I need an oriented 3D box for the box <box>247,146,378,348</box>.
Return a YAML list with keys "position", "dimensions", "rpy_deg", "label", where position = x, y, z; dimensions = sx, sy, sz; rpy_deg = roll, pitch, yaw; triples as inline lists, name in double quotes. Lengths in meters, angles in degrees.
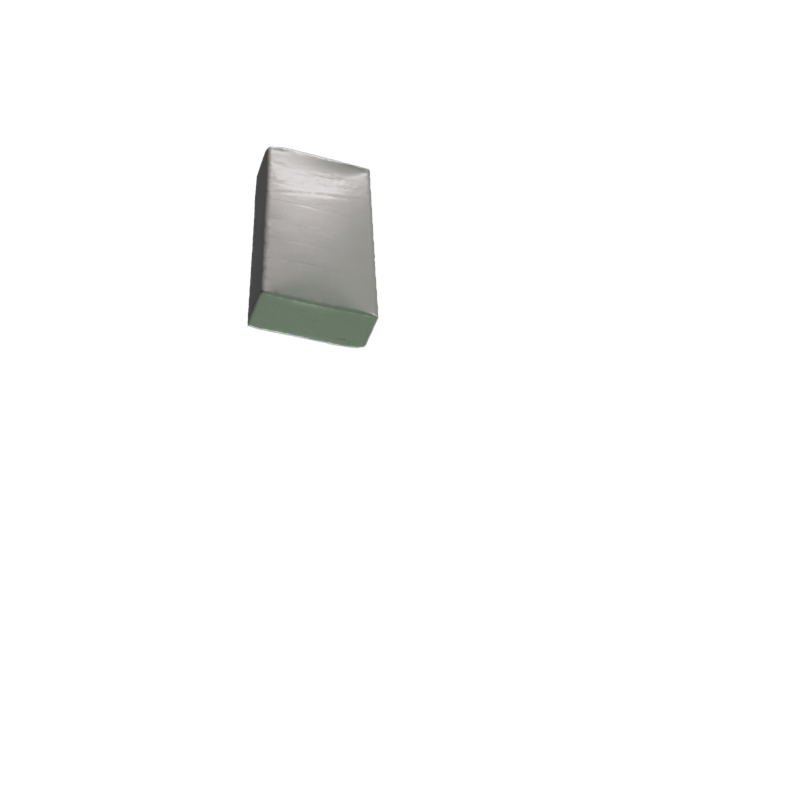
- position: [-0.069, -0.126, 0.878]
  dimensions: [0.091, 0.189, 0.046]
  rpy_deg: [10, -43, -15]
  label: "box"
